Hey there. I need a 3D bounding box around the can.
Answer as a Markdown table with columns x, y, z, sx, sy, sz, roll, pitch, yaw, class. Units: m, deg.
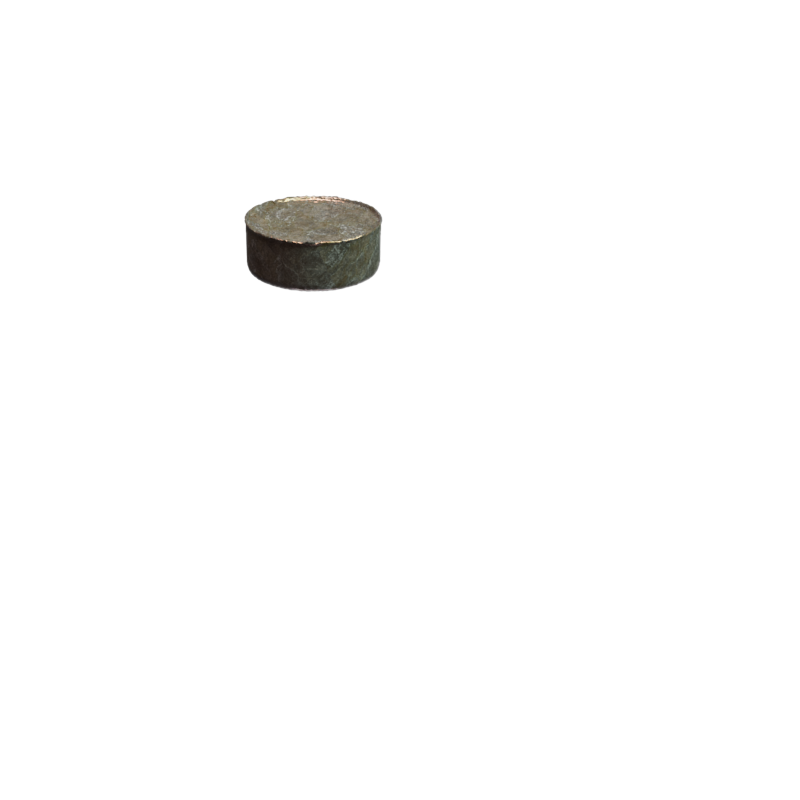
| x | y | z | sx | sy | sz | roll | pitch | yaw | class |
| --- | --- | --- | --- | --- | --- | --- | --- | --- | --- |
| -0.054 | -0.099 | 0.696 | 0.086 | 0.032 | 0.091 | -1 | 27 | -2 | can |
